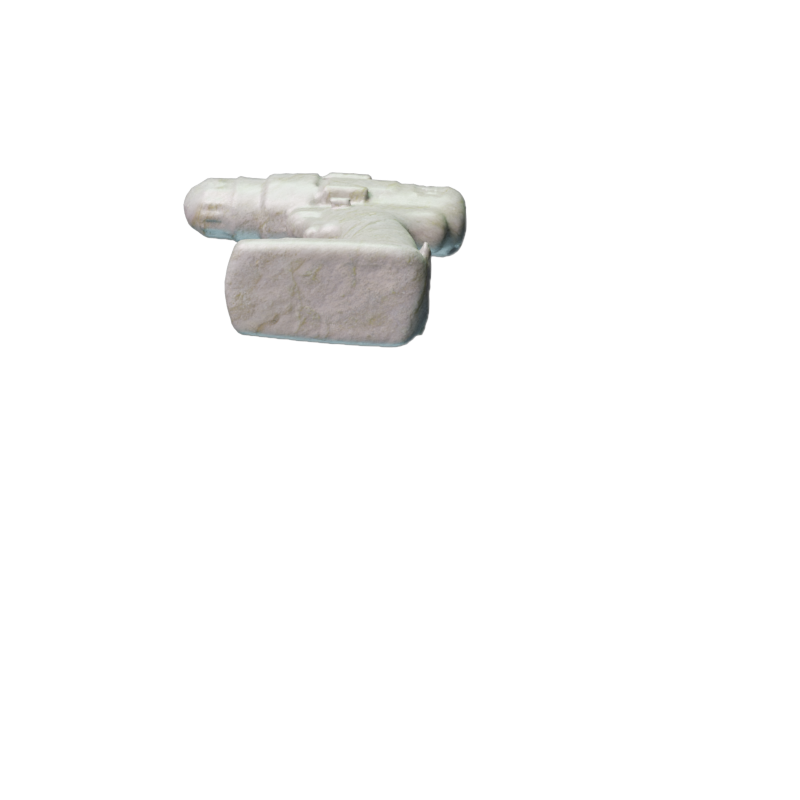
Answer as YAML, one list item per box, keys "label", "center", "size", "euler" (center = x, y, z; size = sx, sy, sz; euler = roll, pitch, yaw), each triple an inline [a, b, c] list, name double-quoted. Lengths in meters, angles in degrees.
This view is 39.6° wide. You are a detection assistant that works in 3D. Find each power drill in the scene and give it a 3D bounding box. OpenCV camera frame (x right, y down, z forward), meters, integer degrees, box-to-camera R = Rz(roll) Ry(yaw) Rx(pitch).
- label: "power drill"
  center: [-0.051, -0.094, 0.656]
  size: [0.185, 0.055, 0.196]
  euler: [2, 24, 3]
